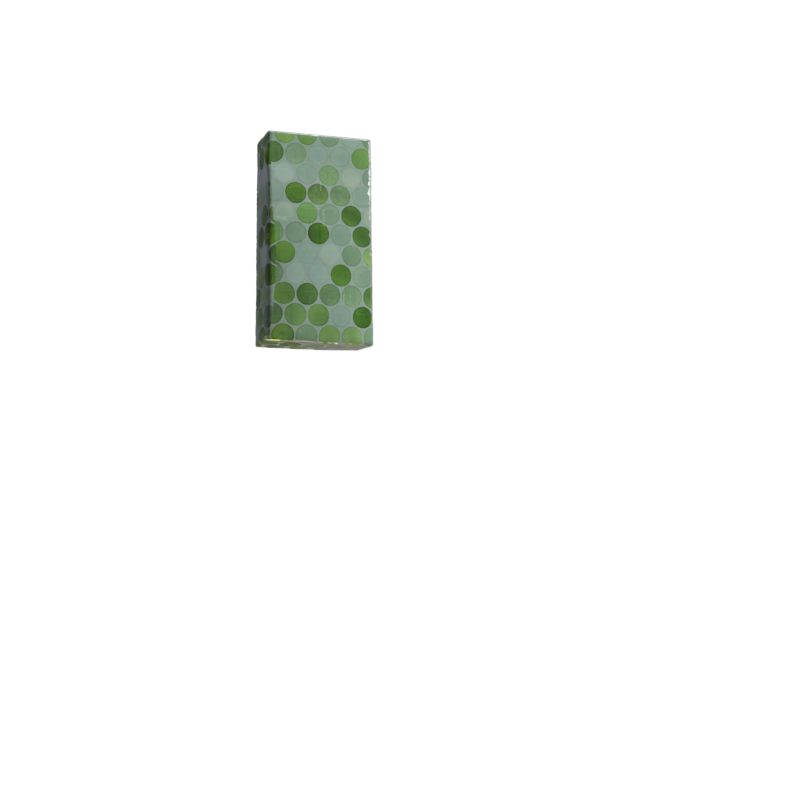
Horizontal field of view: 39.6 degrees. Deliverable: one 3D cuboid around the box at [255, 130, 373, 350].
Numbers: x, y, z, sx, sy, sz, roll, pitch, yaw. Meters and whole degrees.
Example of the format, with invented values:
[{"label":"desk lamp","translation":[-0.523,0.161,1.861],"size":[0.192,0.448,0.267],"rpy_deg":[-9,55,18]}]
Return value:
[{"label":"box","translation":[-0.072,-0.132,0.923],"size":[0.091,0.182,0.048],"rpy_deg":[3,-14,-18]}]
